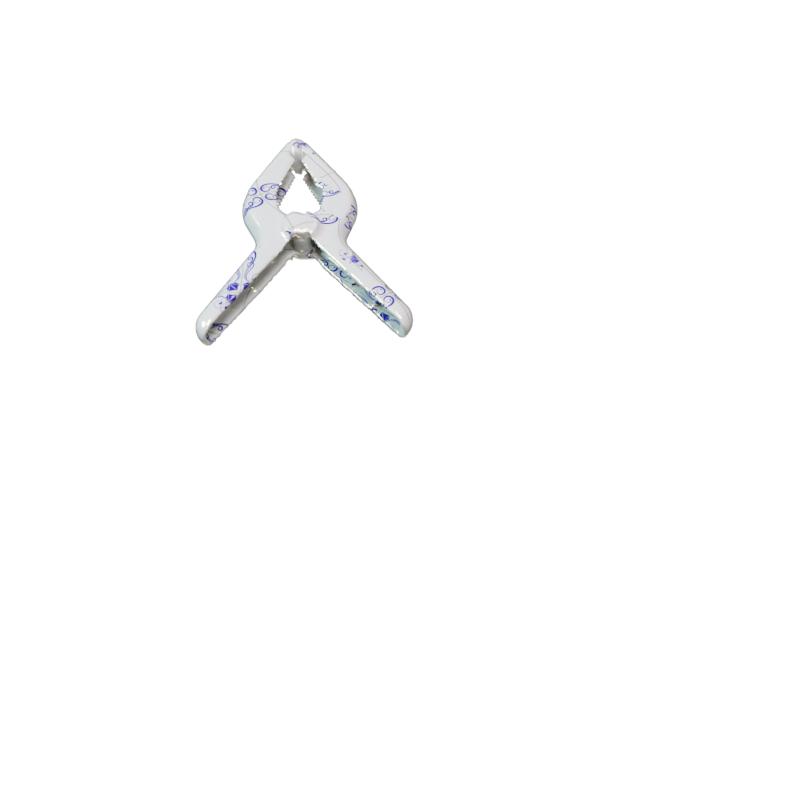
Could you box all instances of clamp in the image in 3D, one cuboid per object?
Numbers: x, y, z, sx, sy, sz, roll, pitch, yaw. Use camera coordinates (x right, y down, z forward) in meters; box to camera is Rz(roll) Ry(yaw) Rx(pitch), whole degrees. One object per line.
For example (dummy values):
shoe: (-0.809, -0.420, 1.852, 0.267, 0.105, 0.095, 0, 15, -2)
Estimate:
clamp: (-0.070, -0.128, 0.898, 0.165, 0.224, 0.034, 2, -37, 2)
